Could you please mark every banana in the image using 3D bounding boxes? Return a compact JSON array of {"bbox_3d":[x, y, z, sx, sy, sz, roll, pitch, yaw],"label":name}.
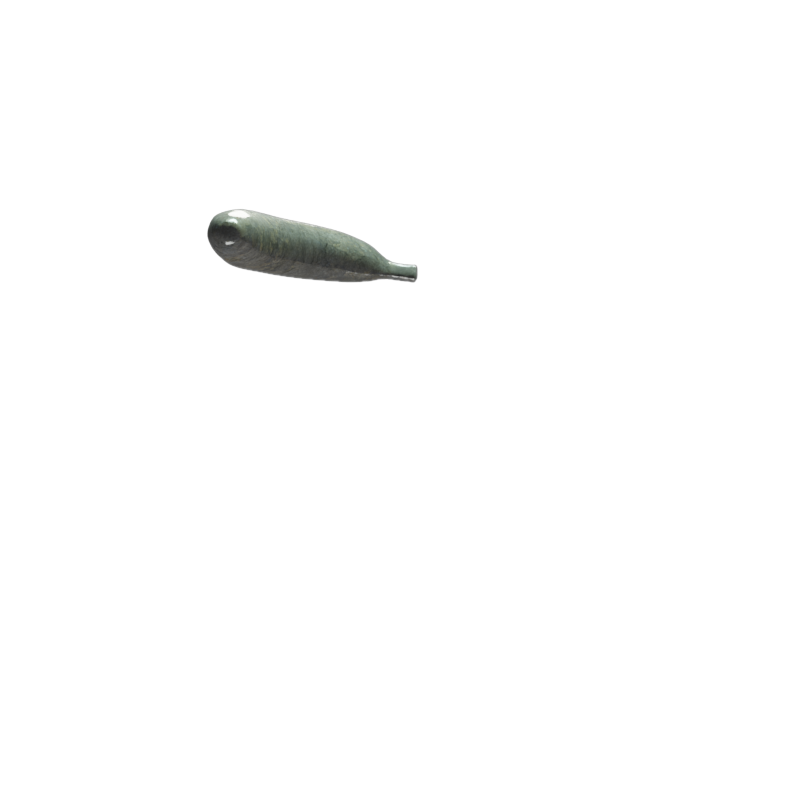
[{"bbox_3d":[-0.068,-0.100,0.713,0.072,0.037,0.189,-1,-1,36],"label":"banana"}]
